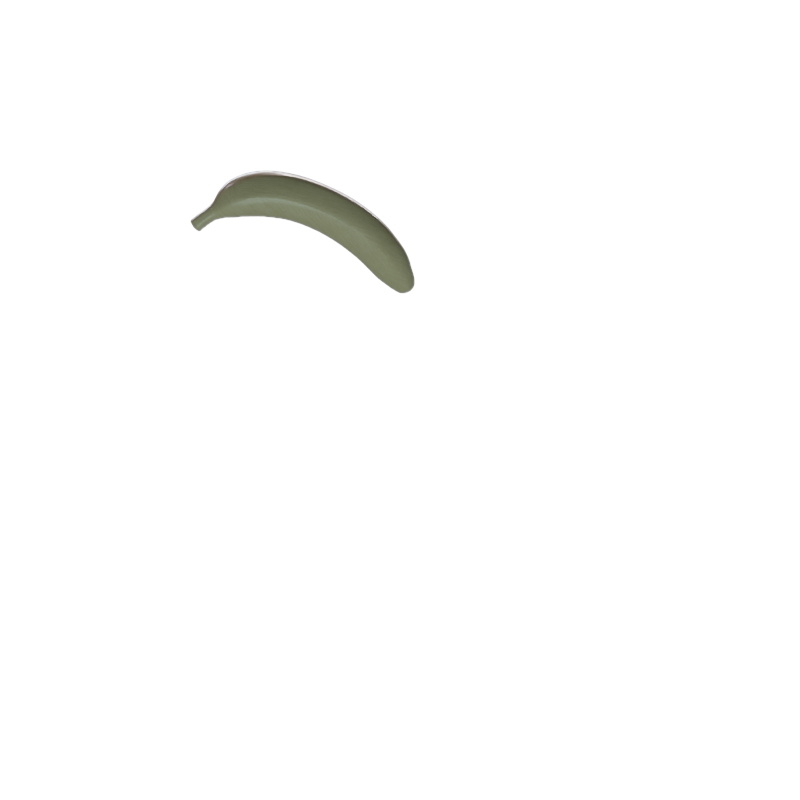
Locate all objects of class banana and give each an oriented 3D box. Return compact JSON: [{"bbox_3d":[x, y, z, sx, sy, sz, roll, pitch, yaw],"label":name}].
[{"bbox_3d":[-0.068,-0.146,0.913,0.193,0.067,0.039,17,36,-13],"label":"banana"}]
